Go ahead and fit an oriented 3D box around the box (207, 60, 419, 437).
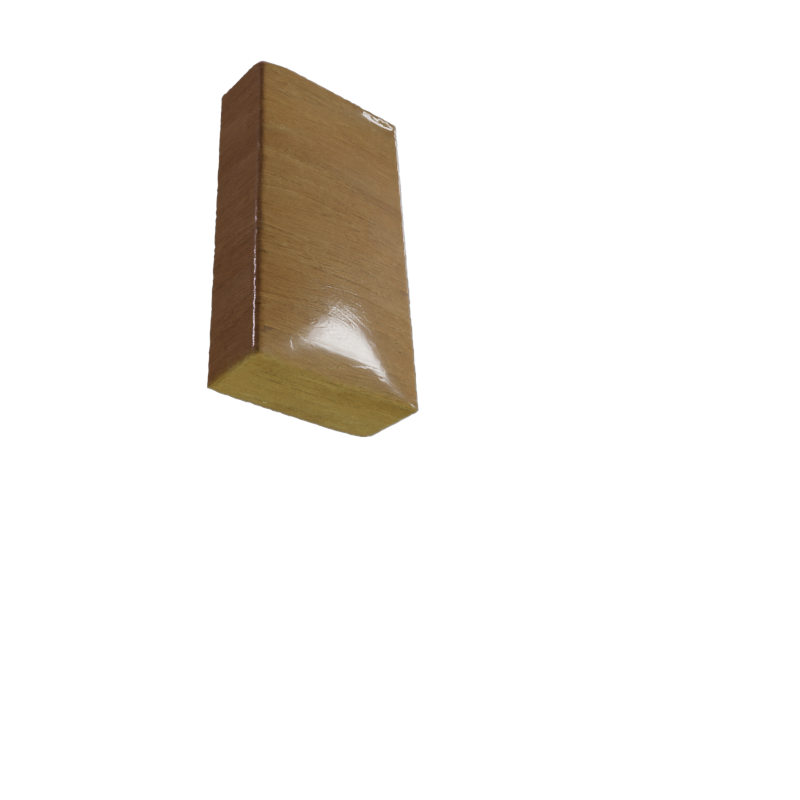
[{"bbox_3d":[-0.042,-0.077,0.541,0.088,0.188,0.047,21,-39,-32],"label":"box"}]
